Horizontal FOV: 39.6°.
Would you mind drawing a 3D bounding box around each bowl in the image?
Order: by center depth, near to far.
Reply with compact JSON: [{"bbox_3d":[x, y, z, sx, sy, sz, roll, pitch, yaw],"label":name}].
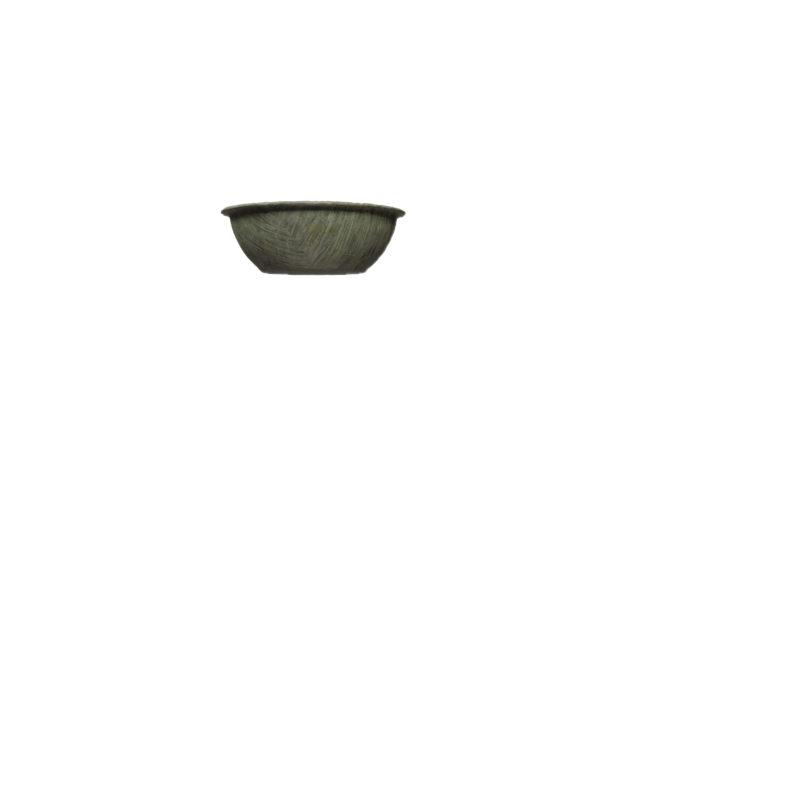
[{"bbox_3d":[-0.076,-0.138,0.969,0.162,0.055,0.162,0,3,-2],"label":"bowl"}]
